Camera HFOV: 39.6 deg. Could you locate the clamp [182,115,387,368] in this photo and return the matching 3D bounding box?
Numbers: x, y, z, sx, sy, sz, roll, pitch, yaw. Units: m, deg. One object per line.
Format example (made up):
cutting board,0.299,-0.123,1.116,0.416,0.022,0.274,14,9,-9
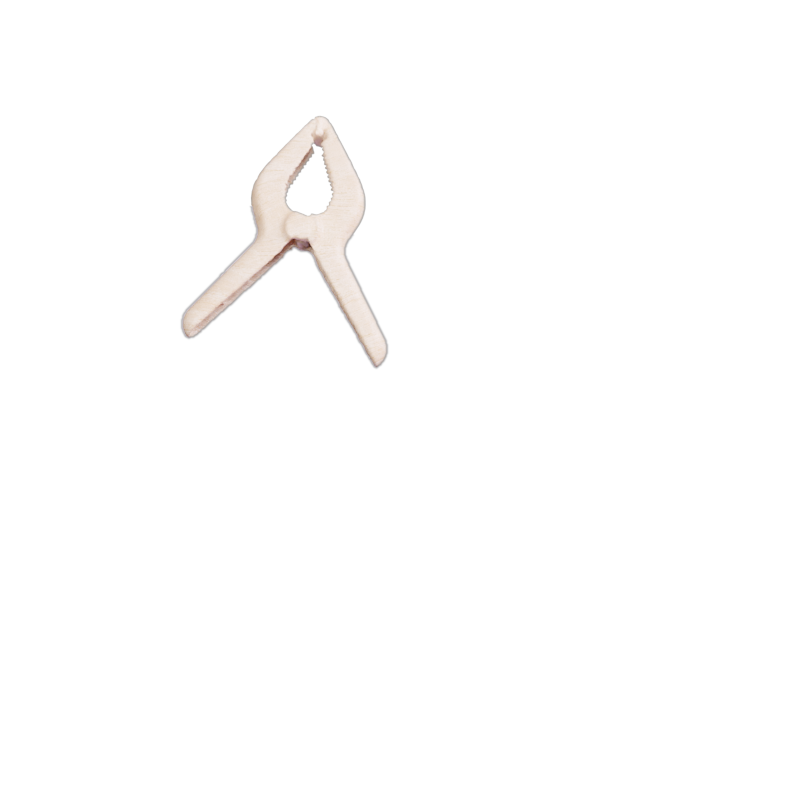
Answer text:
clamp,-0.071,-0.130,0.910,0.166,0.217,0.035,15,-17,4
